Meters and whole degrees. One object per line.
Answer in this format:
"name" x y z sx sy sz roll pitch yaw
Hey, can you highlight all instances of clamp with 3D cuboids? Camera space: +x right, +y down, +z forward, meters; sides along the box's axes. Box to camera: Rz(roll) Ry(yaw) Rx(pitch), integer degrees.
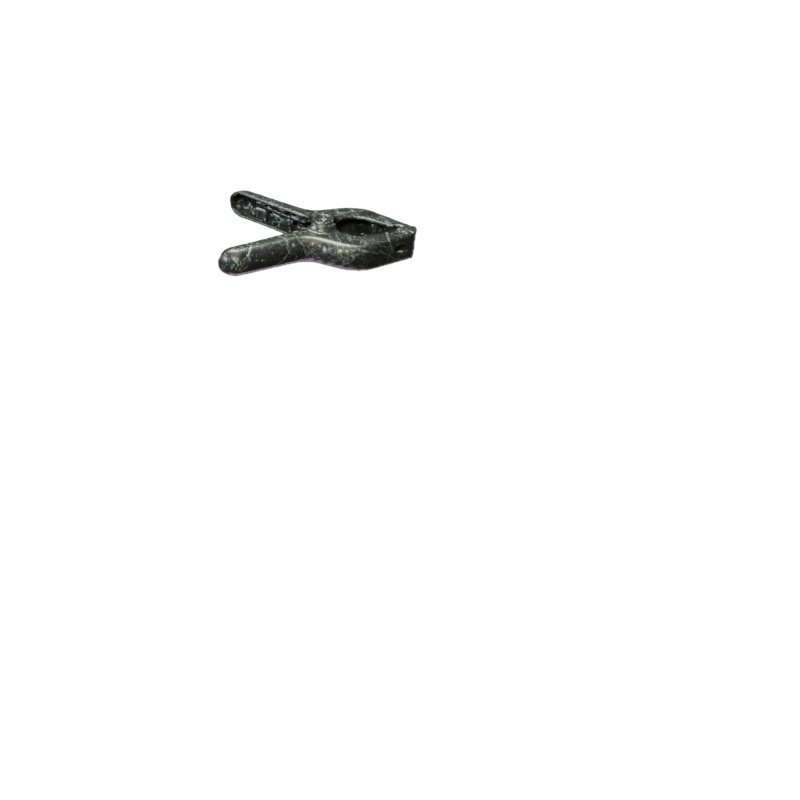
"clamp" -0.074 -0.135 0.948 0.173 0.037 0.127 6 41 7
